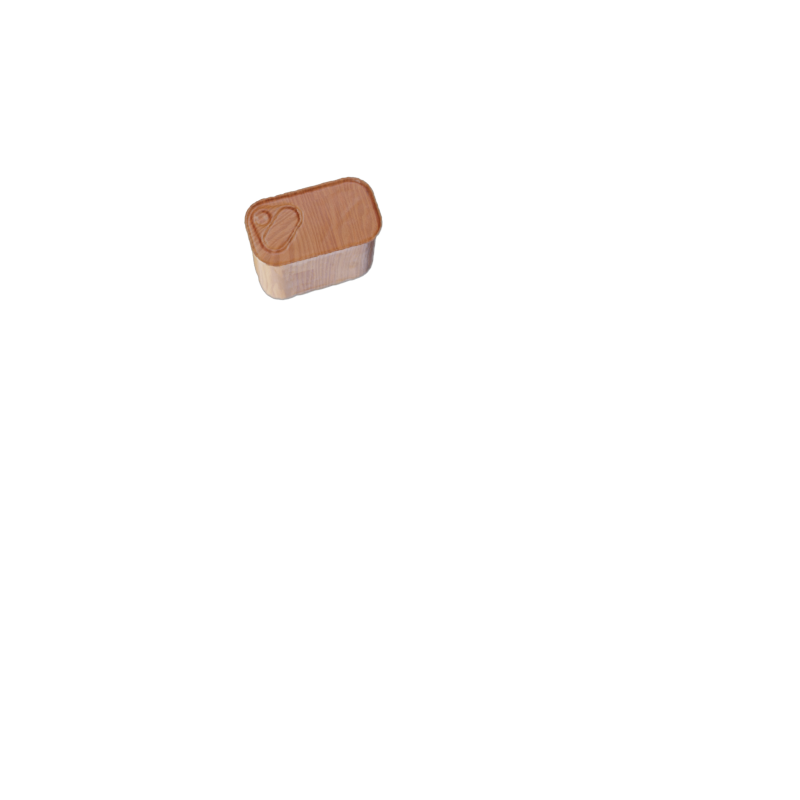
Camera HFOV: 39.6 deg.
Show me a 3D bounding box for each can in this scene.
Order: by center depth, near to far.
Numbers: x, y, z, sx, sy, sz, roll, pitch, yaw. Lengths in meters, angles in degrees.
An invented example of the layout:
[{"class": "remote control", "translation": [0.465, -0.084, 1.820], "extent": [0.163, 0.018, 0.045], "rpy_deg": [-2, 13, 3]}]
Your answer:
[{"class": "can", "translation": [-0.069, -0.125, 0.874], "extent": [0.101, 0.060, 0.080], "rpy_deg": [-16, -16, -7]}]
